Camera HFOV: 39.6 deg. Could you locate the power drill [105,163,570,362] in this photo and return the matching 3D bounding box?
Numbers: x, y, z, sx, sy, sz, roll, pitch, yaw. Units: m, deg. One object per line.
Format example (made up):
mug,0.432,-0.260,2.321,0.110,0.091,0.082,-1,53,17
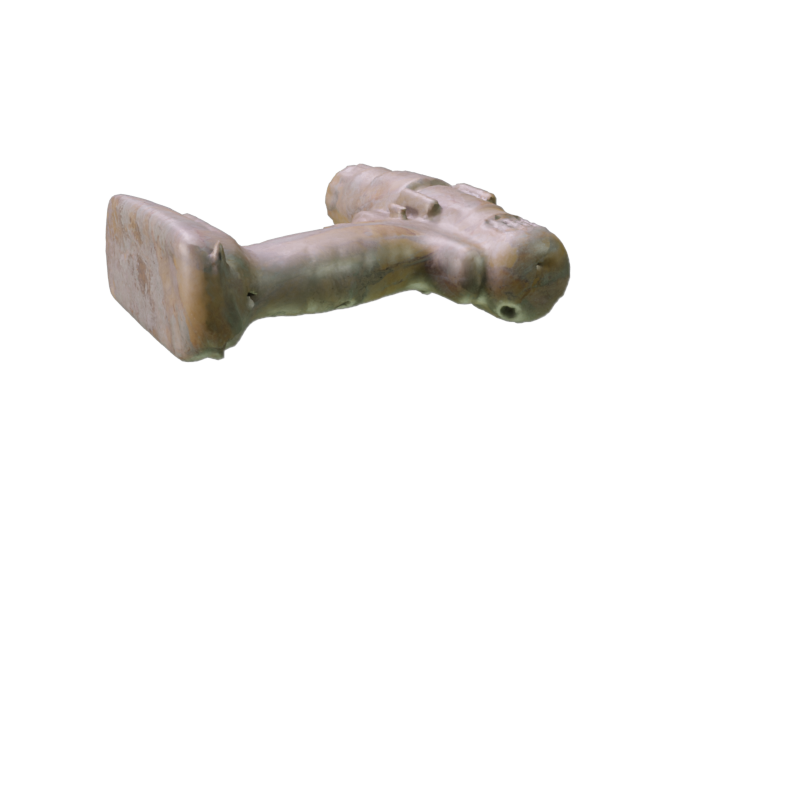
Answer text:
power drill,-0.042,-0.077,0.536,0.183,0.055,0.197,-12,25,-28
